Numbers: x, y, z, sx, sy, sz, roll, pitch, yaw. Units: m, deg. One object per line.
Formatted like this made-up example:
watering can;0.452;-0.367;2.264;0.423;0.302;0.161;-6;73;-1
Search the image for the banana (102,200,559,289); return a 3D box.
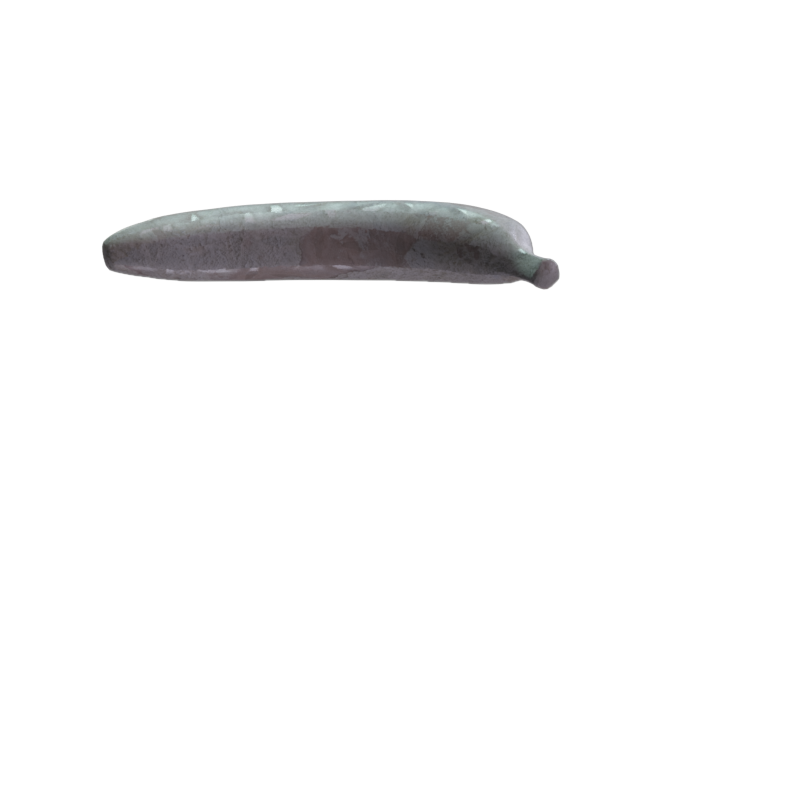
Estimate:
banana;-0.029;-0.069;0.486;0.202;0.036;0.069;2;7;16
